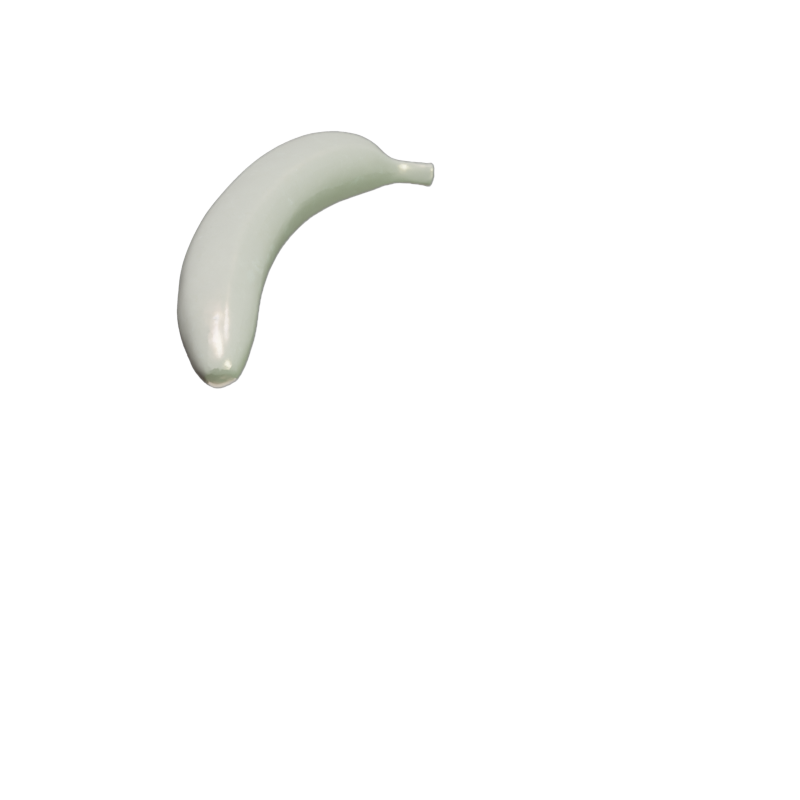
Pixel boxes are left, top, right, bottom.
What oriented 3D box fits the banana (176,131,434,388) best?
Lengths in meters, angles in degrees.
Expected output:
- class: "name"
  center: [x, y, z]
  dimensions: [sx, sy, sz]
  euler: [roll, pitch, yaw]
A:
- class: "banana"
  center: [-0.054, -0.079, 0.505]
  dimensions: [0.072, 0.034, 0.203]
  euler: [18, 43, 20]
